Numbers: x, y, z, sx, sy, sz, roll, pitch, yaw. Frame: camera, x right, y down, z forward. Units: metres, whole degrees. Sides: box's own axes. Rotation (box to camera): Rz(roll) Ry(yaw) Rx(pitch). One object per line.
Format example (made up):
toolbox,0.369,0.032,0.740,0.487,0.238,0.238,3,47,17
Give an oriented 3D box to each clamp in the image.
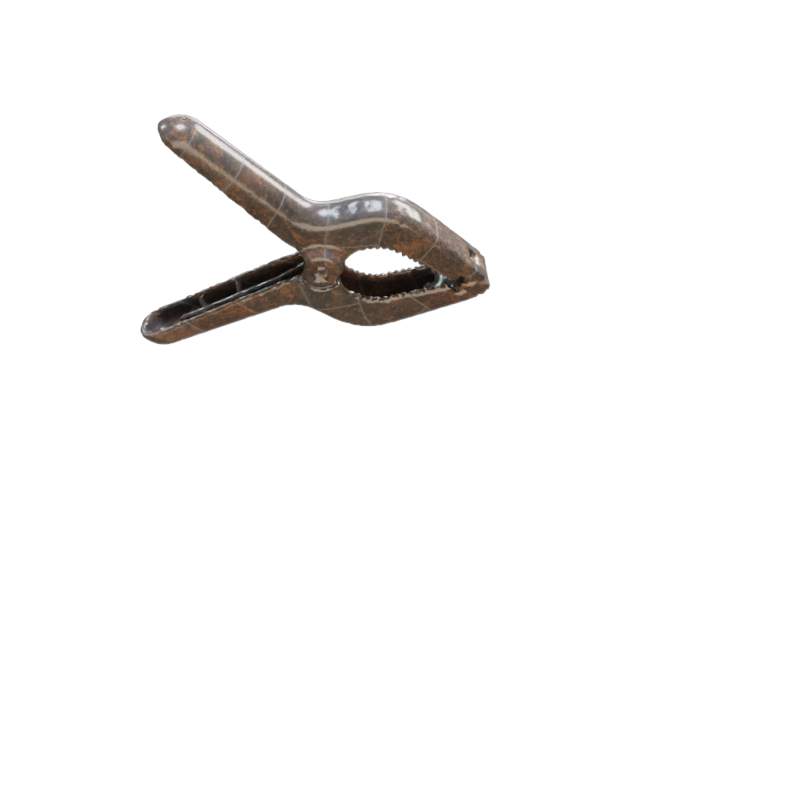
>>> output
clamp,-0.051,-0.092,0.648,0.209,0.154,0.039,2,44,-2
